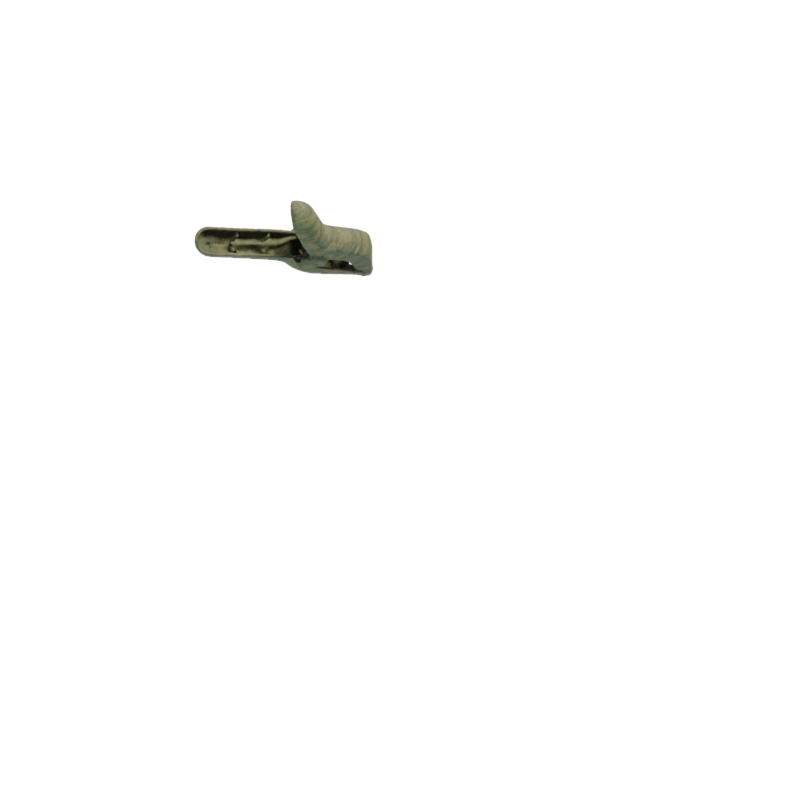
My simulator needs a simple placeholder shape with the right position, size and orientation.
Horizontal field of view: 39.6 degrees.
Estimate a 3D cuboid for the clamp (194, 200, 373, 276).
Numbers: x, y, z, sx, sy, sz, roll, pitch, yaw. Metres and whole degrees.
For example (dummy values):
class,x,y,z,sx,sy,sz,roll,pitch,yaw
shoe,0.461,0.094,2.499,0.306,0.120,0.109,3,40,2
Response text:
class,x,y,z,sx,sy,sz,roll,pitch,yaw
clamp,-0.073,-0.134,0.937,0.164,0.040,0.124,2,-3,-43
